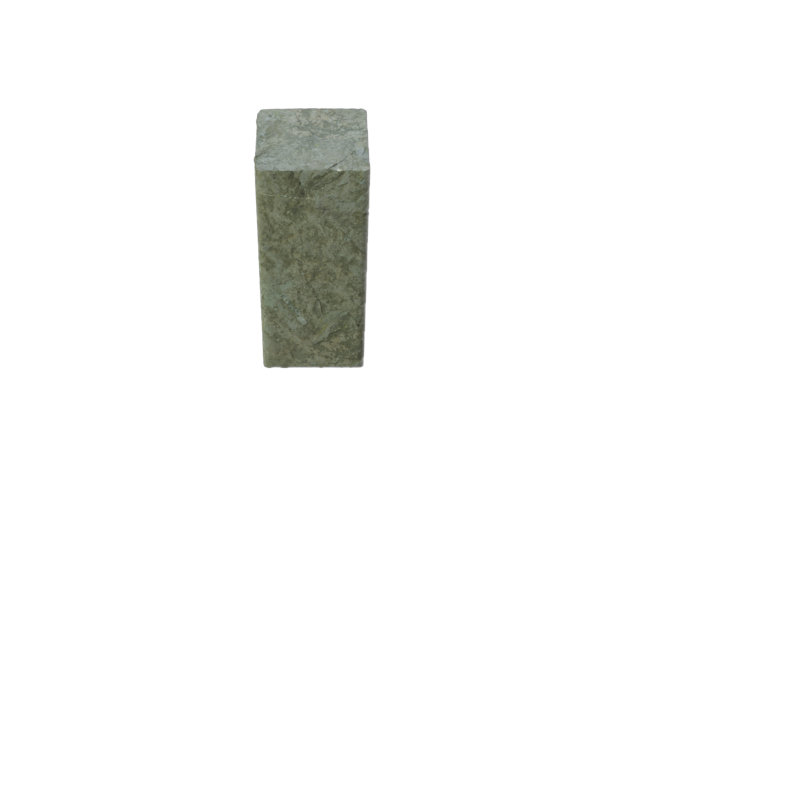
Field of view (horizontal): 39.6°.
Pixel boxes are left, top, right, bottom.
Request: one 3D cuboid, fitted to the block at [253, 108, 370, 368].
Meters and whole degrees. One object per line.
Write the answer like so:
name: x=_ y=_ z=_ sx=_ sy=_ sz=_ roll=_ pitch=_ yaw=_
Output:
block: x=-0.073 y=-0.132 z=0.924 sx=0.090 sy=0.192 sz=0.097 roll=0 pitch=42 yaw=-3
